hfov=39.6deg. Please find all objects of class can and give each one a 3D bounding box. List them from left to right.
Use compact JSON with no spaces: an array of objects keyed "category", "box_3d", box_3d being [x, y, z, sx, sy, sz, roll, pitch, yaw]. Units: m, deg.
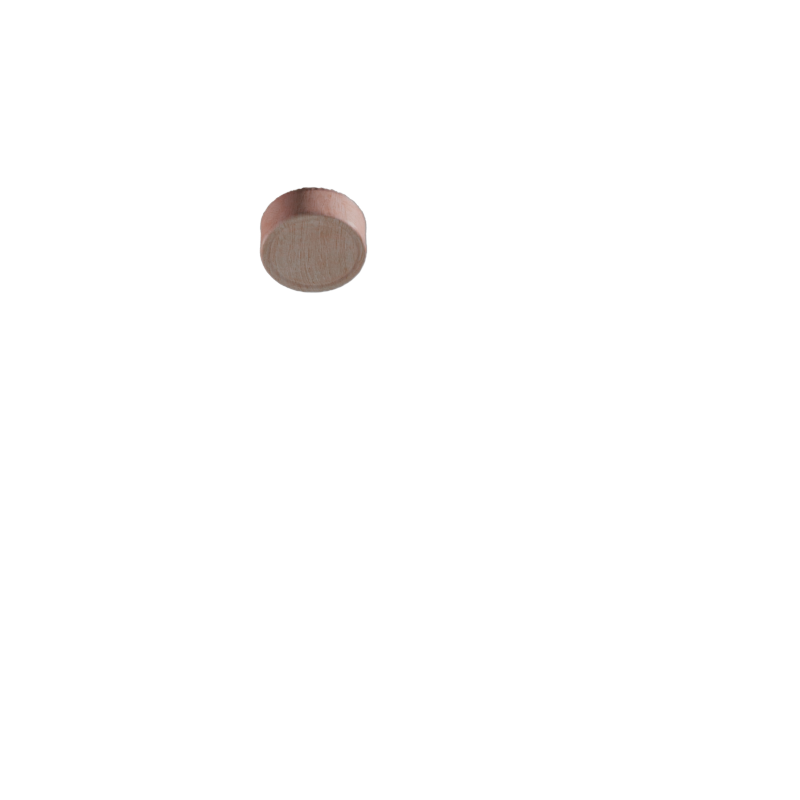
[{"category":"can","box_3d":[-0.069,-0.125,0.879,0.086,0.036,0.080,1,-44,-1]}]
